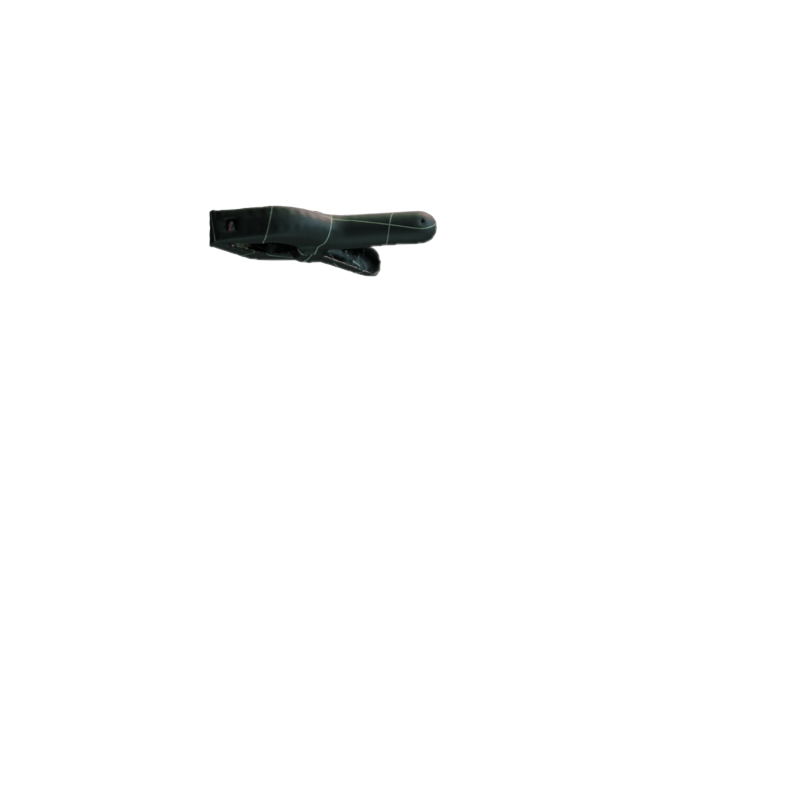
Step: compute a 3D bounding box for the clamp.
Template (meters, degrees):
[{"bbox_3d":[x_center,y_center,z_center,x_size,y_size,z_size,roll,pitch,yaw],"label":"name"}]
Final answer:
[{"bbox_3d":[-0.069,-0.125,0.877,0.168,0.041,0.117,4,-18,-12],"label":"clamp"}]
